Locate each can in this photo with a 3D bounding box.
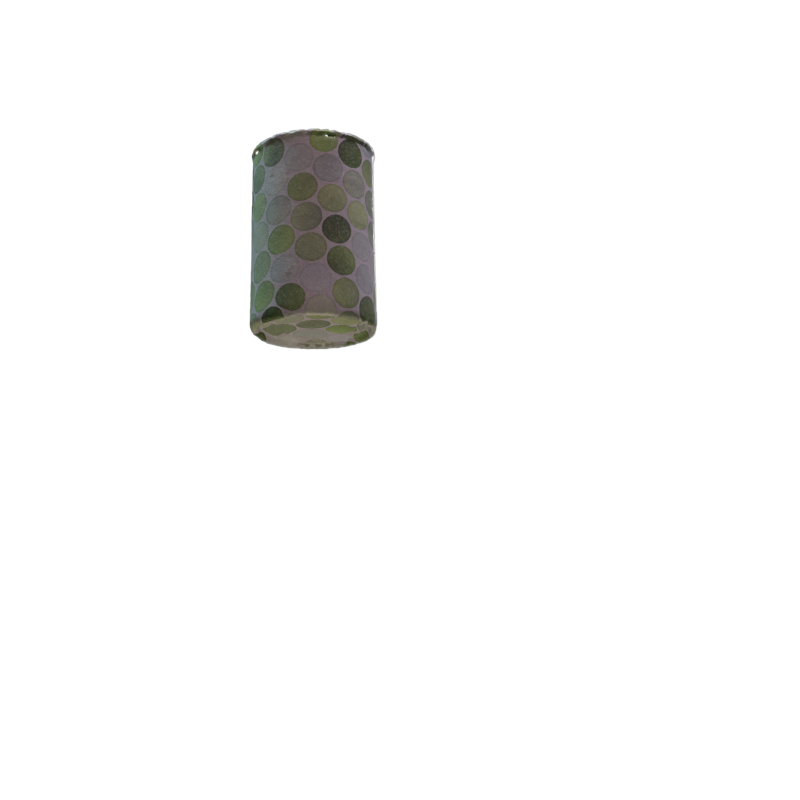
[{"bbox_3d":[-0.046,-0.085,0.594,0.068,0.107,0.066,0,-18,-2],"label":"can"}]
